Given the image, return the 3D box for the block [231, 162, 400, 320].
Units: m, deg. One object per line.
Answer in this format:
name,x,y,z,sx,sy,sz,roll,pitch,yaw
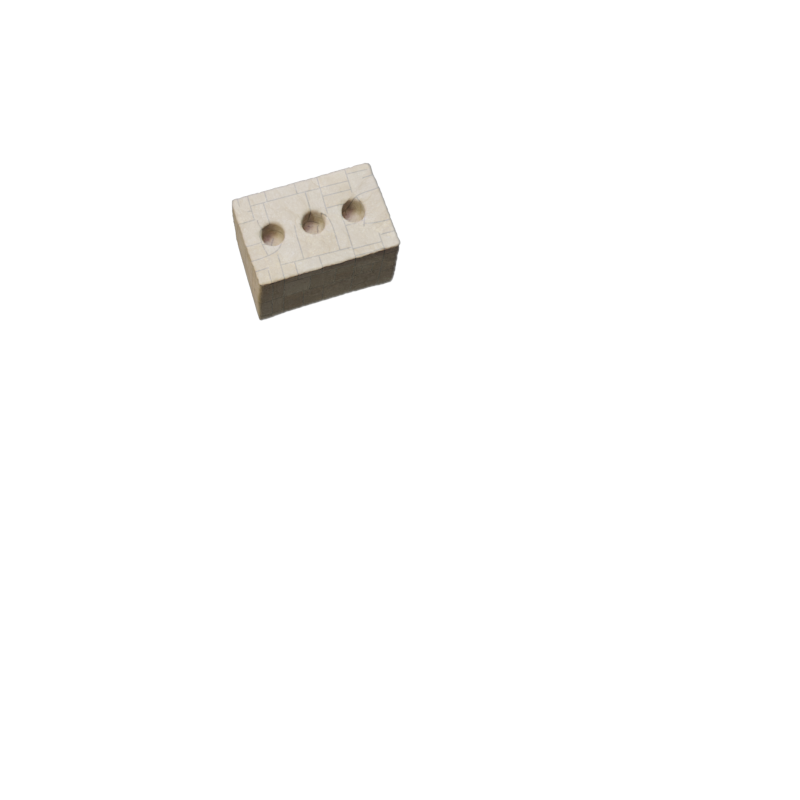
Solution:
block,-0.046,-0.084,0.592,0.078,0.056,0.049,-18,-18,-8
